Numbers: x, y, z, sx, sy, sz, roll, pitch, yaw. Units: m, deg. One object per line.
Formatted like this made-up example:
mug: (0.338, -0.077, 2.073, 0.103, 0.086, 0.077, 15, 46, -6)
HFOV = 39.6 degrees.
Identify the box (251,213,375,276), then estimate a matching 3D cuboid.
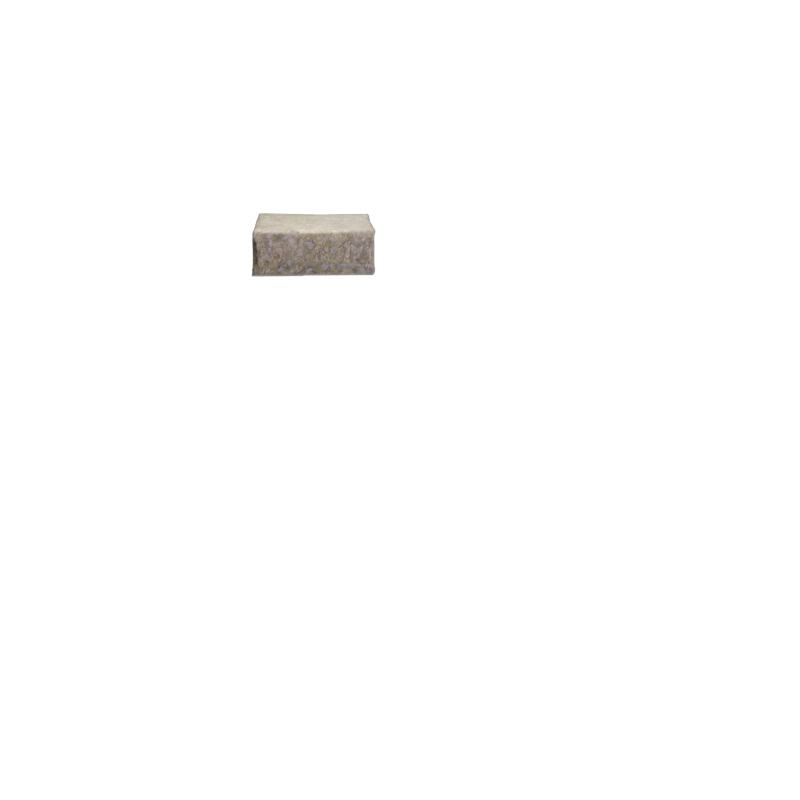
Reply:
box: (-0.054, -0.098, 0.688, 0.073, 0.029, 0.092, 0, 15, -2)
